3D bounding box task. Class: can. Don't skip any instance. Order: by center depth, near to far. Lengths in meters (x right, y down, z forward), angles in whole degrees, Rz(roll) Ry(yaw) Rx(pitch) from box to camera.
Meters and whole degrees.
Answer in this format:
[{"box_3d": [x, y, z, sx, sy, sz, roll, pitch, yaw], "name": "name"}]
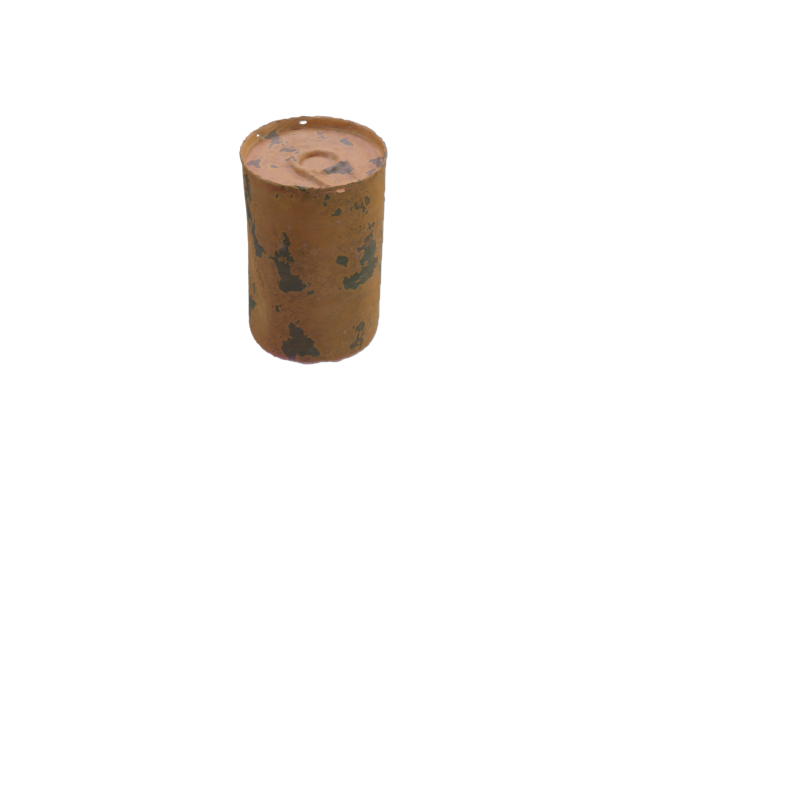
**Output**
[{"box_3d": [-0.042, -0.076, 0.535, 0.068, 0.096, 0.073, 0, 37, -3], "name": "can"}]
